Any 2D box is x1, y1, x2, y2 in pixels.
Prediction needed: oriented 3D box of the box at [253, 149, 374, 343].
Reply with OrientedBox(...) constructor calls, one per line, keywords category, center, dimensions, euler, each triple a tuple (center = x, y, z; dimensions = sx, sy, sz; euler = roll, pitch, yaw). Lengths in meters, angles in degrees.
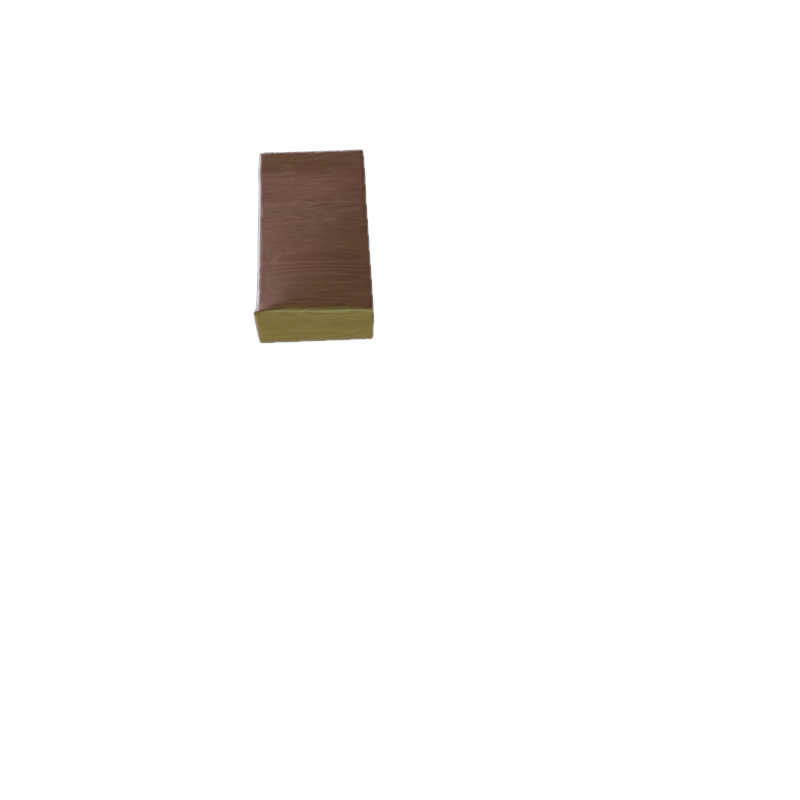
OrientedBox(category="box", center=(-0.071, -0.130, 0.914), dimensions=(0.093, 0.189, 0.045), euler=(-3, -40, 0))
